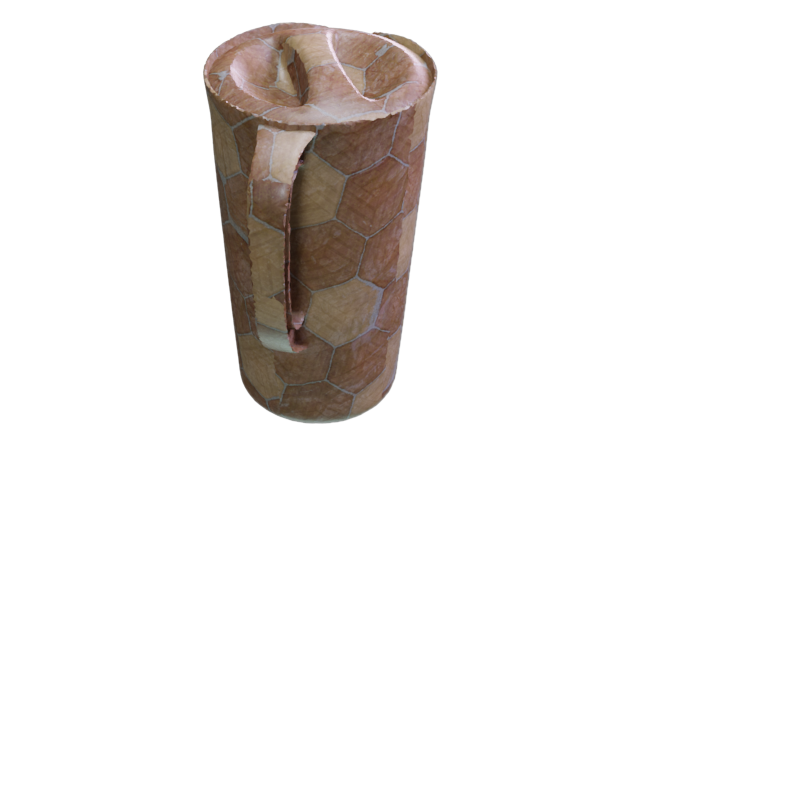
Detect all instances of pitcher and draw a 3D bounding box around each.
[{"bbox_3d":[-0.054,-0.098,0.689,0.148,0.227,0.156,-20,43,-26],"label":"pitcher"}]
